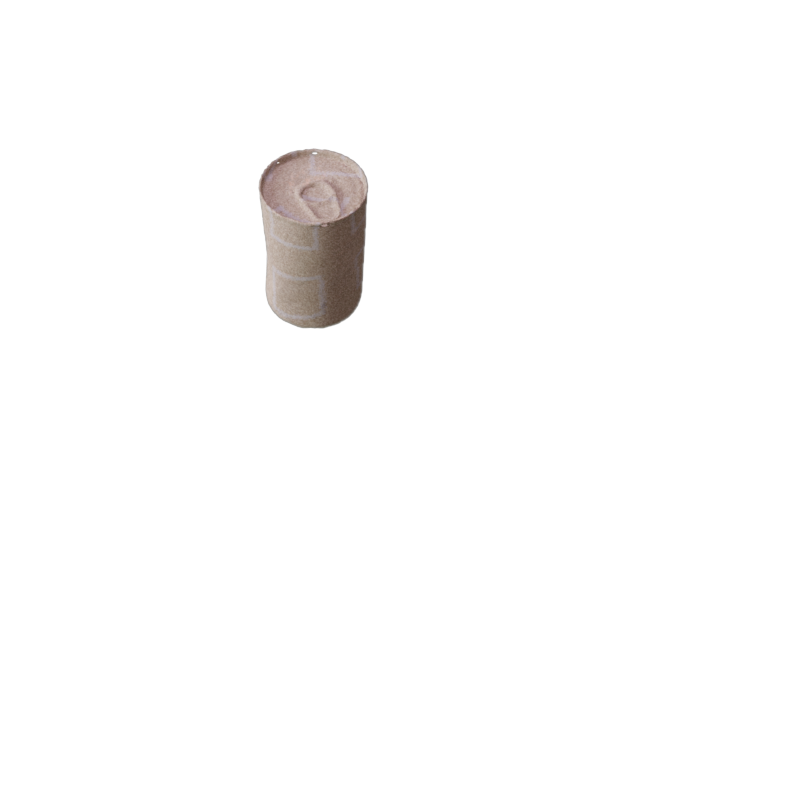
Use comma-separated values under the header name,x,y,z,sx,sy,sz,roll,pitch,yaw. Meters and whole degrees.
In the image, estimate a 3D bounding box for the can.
name,x,y,z,sx,sy,sz,roll,pitch,yaw
can,-0.056,-0.103,0.721,0.068,0.074,0.095,0,-40,-3
